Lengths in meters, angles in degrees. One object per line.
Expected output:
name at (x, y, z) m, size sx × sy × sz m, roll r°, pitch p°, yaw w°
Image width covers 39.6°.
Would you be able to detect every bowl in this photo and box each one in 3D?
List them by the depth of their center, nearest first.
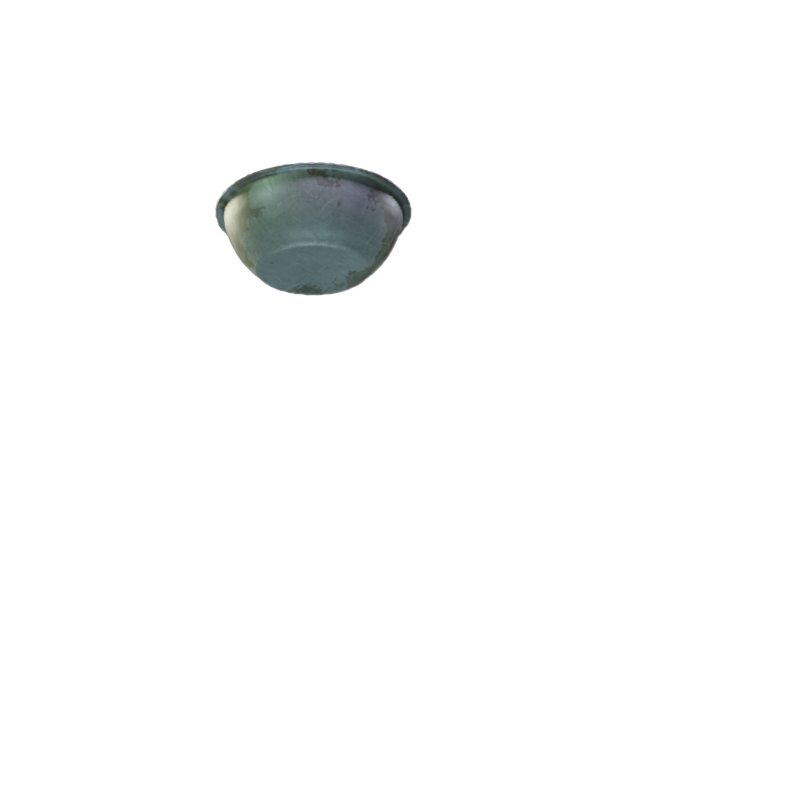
bowl at (-0.071, -0.129, 0.901) m, size 0.162 × 0.058 × 0.154 m, roll 1°, pitch -23°, yaw -2°
